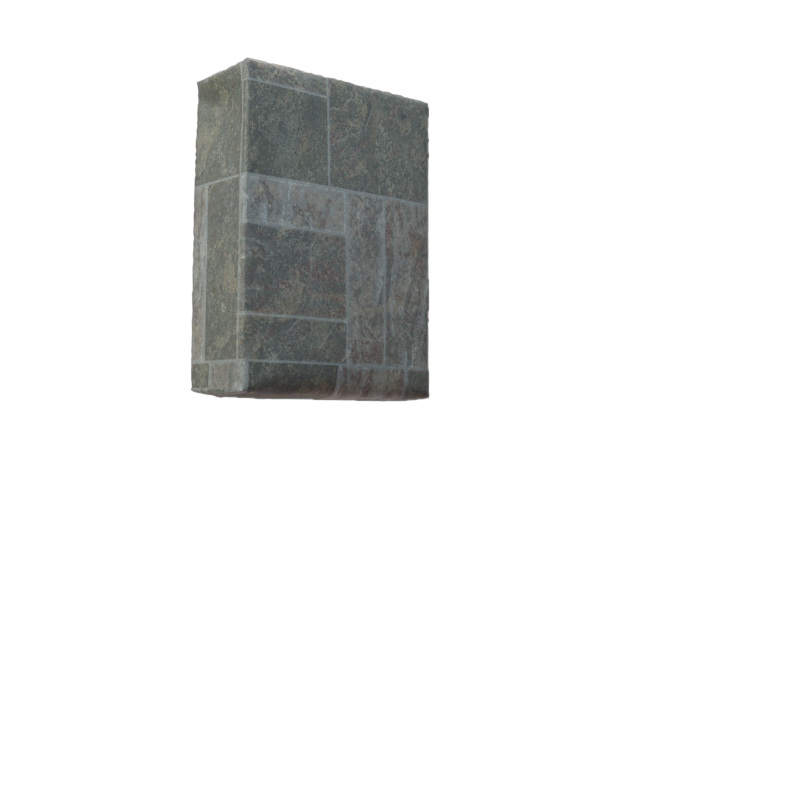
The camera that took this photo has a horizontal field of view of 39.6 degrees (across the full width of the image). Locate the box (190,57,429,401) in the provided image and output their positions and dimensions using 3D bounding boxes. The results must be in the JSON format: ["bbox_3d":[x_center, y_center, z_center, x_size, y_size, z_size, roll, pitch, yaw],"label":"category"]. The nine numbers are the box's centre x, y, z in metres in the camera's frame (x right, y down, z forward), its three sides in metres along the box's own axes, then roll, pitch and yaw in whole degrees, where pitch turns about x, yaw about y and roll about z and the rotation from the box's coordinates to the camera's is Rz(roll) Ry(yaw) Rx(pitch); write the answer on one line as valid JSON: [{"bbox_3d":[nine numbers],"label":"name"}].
[{"bbox_3d":[-0.059,-0.108,0.758,0.157,0.218,0.074,5,-10,-41],"label":"box"}]
